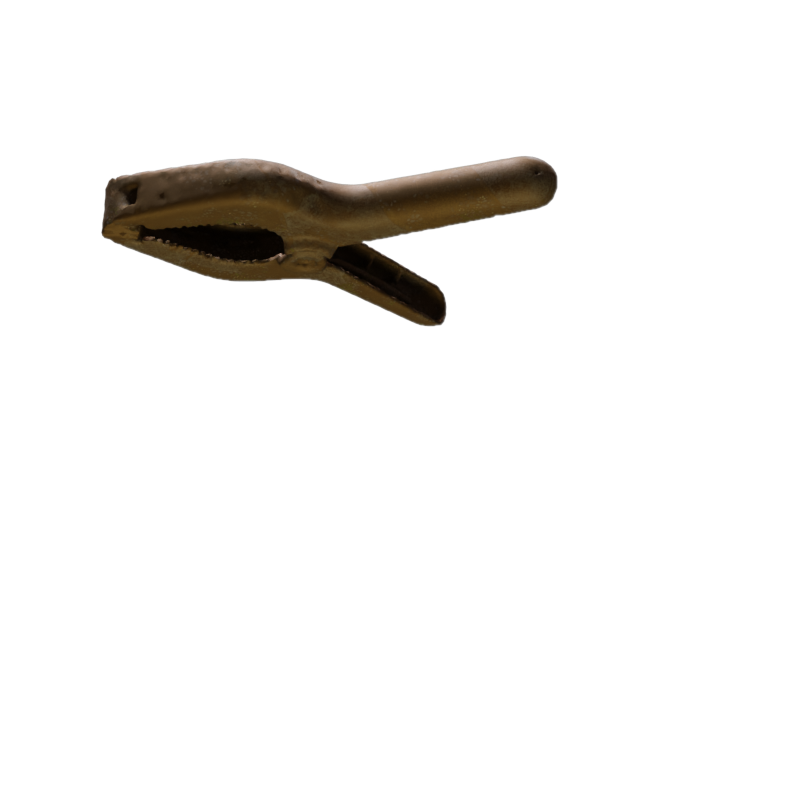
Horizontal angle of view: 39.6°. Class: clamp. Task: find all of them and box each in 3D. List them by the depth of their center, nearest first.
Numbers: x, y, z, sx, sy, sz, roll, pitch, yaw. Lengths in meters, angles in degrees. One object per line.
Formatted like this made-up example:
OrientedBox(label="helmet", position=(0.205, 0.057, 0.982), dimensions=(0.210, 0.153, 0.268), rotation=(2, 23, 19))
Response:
OrientedBox(label="clamp", position=(-0.044, -0.081, 0.567), dimensions=(0.208, 0.038, 0.157), rotation=(3, -22, -8))
